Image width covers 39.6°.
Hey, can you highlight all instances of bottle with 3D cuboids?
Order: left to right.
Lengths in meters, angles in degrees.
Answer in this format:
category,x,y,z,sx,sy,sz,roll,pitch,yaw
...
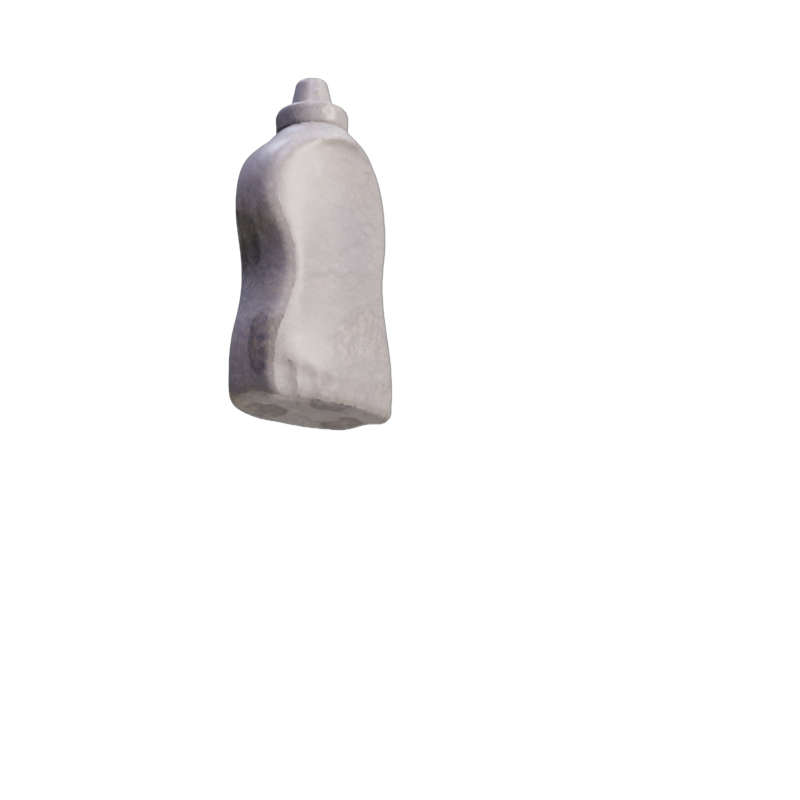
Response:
category,x,y,z,sx,sy,sz,roll,pitch,yaw
bottle,-0.047,-0.085,0.598,0.059,0.200,0.090,-18,-24,40
